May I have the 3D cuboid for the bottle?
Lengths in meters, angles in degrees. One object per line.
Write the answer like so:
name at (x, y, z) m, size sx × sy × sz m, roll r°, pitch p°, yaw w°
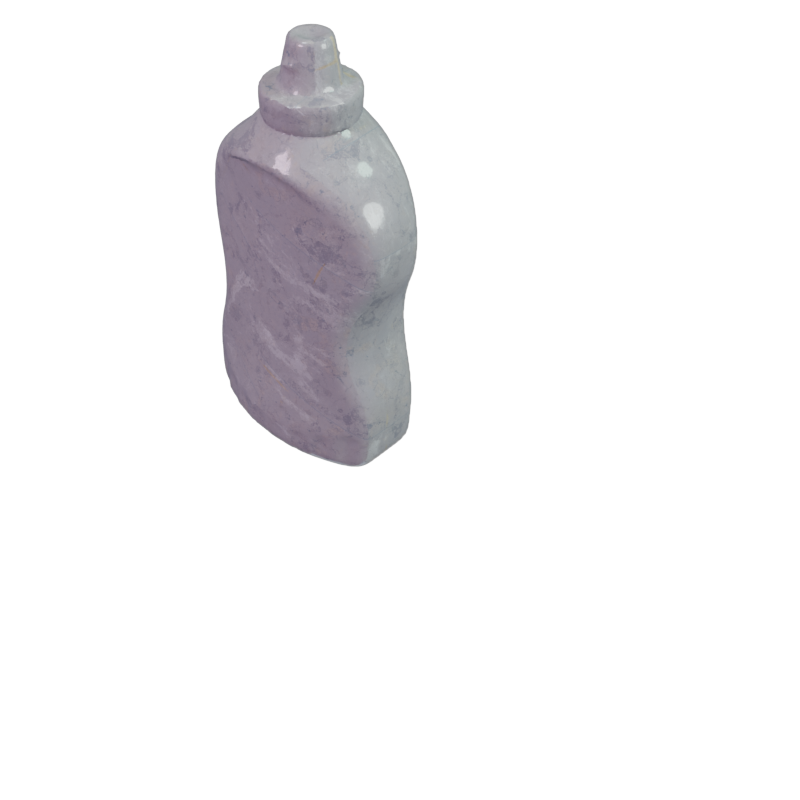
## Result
bottle at (-0.037, -0.067, 0.468) m, size 0.058 × 0.179 × 0.103 m, roll -29°, pitch 49°, yaw -34°
